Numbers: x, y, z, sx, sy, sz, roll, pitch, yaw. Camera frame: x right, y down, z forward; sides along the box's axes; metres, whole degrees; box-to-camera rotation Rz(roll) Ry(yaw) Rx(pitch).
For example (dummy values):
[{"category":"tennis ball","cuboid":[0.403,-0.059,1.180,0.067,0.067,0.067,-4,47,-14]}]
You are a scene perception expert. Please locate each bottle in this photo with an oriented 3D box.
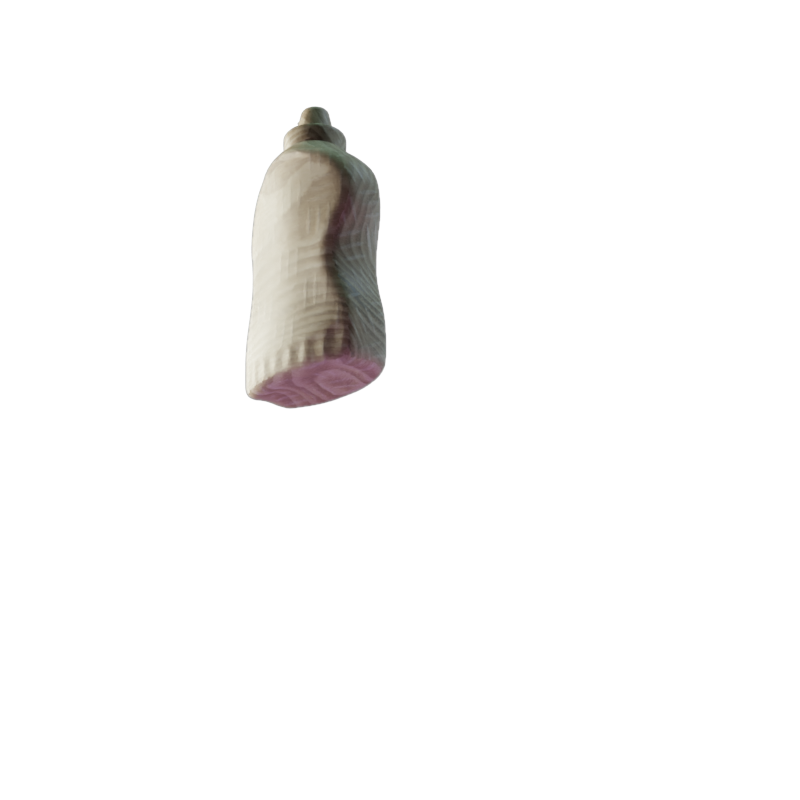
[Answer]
[{"category":"bottle","cuboid":[-0.053,-0.098,0.687,0.055,0.203,0.096,19,-32,-38]}]
